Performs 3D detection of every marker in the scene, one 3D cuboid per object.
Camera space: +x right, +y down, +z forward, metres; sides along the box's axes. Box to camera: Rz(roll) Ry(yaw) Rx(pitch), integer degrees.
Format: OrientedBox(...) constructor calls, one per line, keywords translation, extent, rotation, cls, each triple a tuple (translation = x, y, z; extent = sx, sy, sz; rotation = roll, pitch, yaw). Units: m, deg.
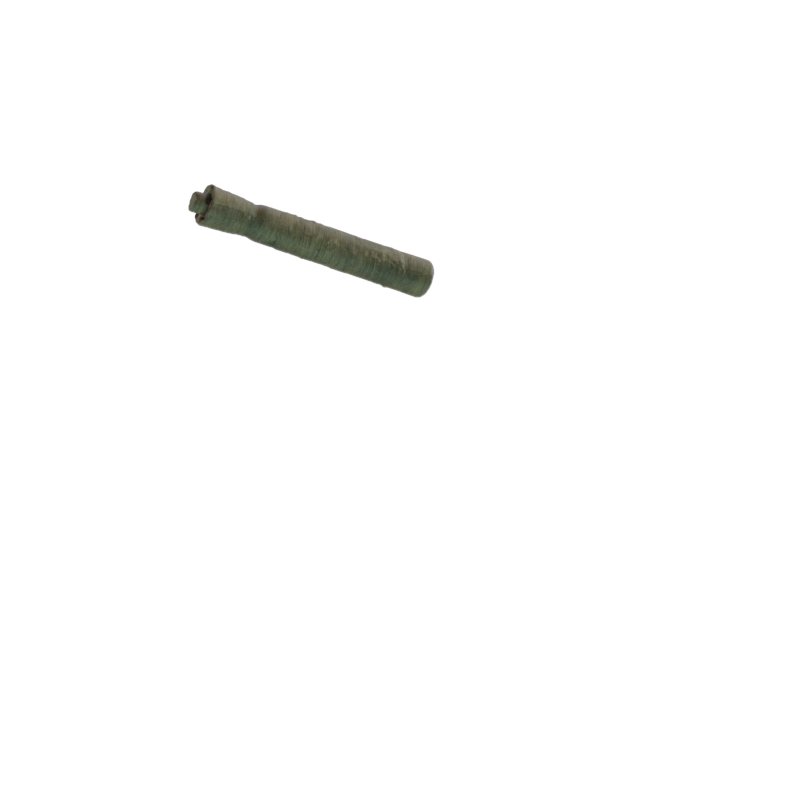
OrientedBox(translation=(-0.039, -0.072, 0.504), extent=(0.116, 0.020, 0.020), rotation=(16, -3, -24), cls="marker")
